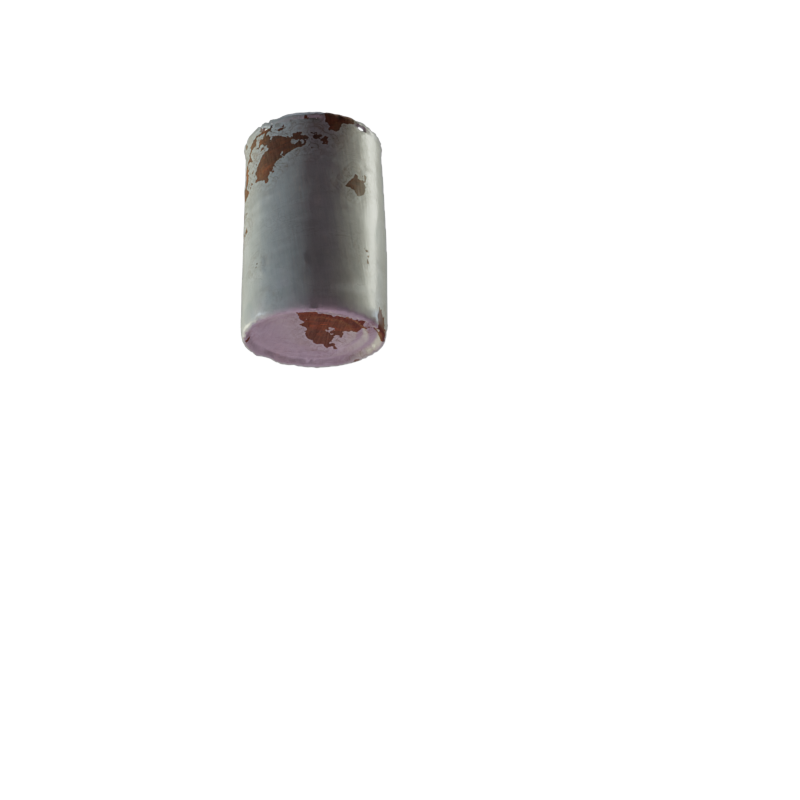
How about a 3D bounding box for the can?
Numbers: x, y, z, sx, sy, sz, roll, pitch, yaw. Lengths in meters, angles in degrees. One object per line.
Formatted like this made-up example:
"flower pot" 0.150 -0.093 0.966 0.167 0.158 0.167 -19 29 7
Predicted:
"can" -0.041 -0.075 0.522 0.068 0.108 0.065 0 -26 -2
